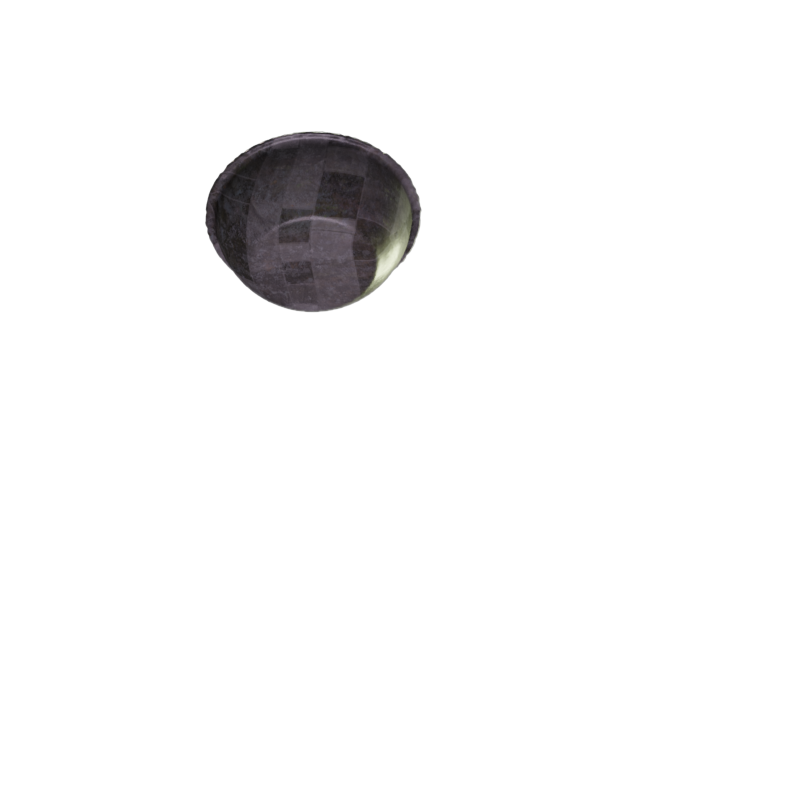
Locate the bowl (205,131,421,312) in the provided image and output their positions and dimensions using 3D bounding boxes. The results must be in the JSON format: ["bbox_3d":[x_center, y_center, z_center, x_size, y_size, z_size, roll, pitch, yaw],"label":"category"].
[{"bbox_3d":[-0.064,-0.116,0.813,0.162,0.151,0.059,1,44,-1],"label":"bowl"}]
